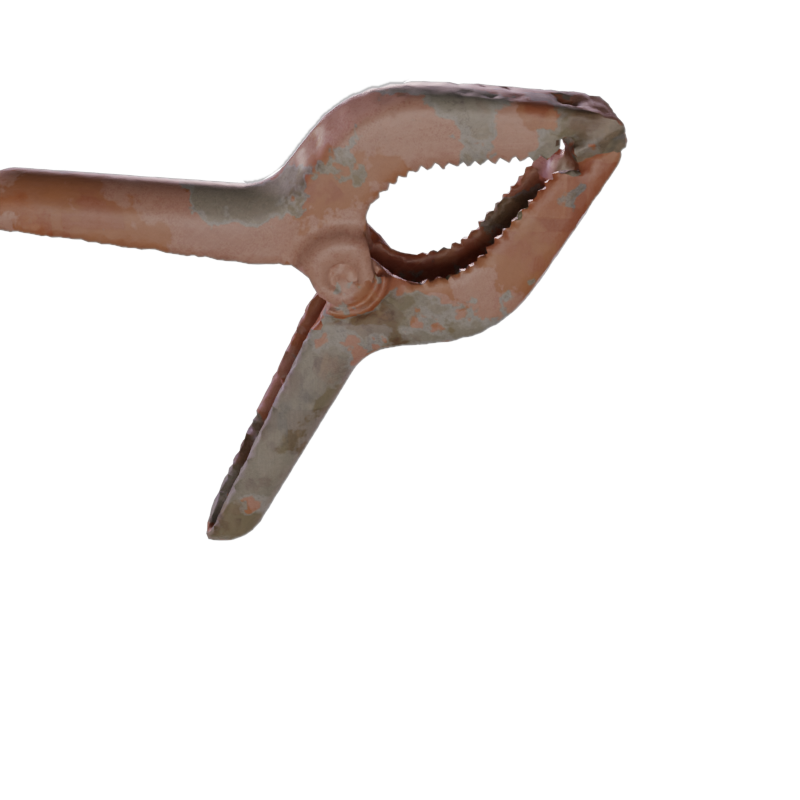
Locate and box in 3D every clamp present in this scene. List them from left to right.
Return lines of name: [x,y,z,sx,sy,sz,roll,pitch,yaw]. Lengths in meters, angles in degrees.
clamp: [-0.029,-0.054,0.375,0.209,0.156,0.038,-32,23,15]
